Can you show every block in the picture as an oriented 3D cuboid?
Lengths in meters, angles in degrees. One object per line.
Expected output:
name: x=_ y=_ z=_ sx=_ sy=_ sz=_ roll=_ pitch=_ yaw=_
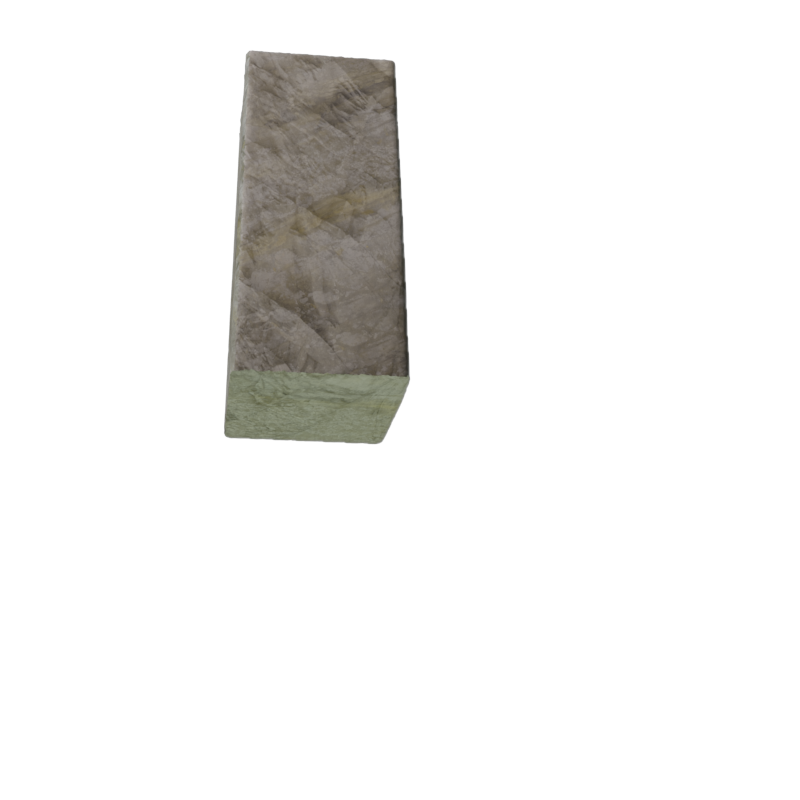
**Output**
block: x=-0.049 y=-0.090 z=0.631 sx=0.090 sy=0.219 sz=0.085 roll=2 pitch=-30 yaw=-8
